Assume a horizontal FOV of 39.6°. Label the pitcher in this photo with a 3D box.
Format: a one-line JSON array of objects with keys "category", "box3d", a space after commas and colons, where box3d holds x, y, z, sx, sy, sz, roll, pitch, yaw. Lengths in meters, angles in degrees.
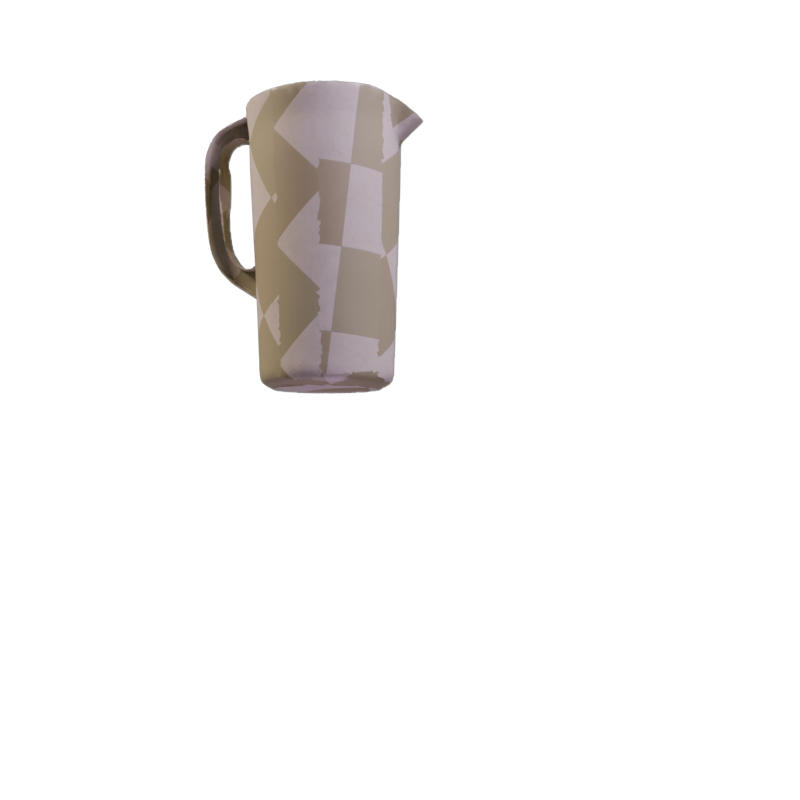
[{"category": "pitcher", "box3d": [-0.071, -0.130, 0.912, 0.139, 0.250, 0.151, 5, -11, -30]}]
